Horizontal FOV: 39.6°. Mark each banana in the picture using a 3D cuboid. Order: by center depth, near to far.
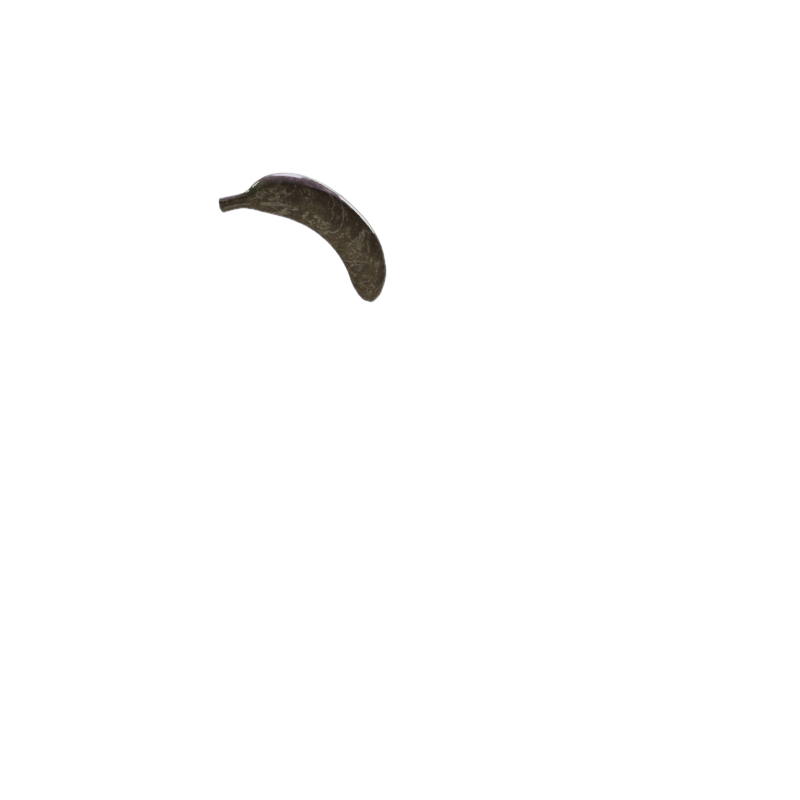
[{"bbox_3d":[-0.062,-0.143,0.939,0.070,0.039,0.184,-25,-39,33],"label":"banana"}]
